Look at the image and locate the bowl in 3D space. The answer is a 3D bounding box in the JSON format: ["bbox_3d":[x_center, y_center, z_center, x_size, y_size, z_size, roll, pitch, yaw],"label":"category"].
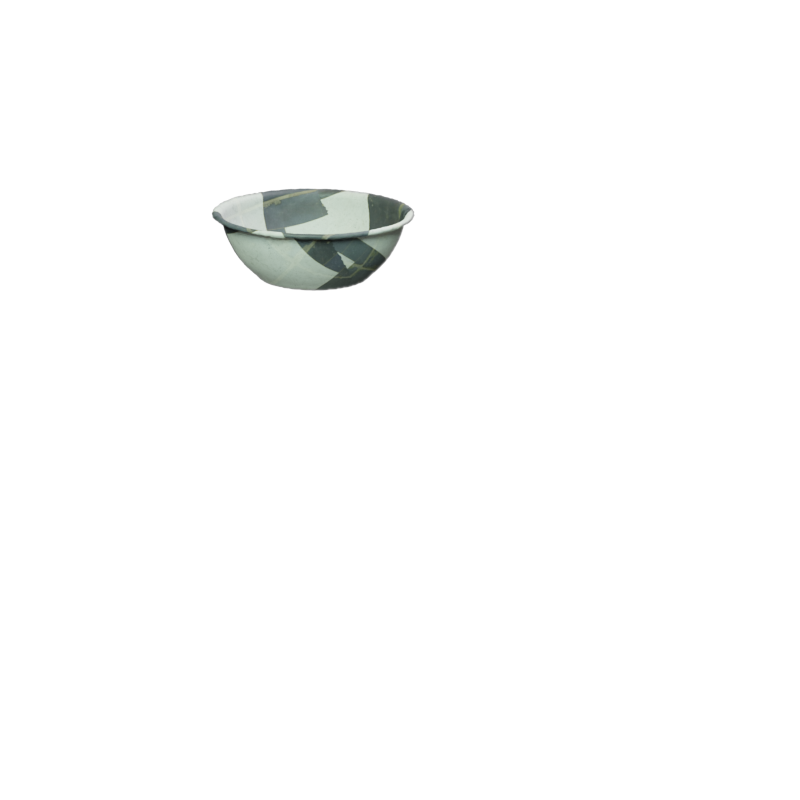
[{"bbox_3d":[-0.070,-0.128,0.895,0.162,0.053,0.170,-1,22,-2],"label":"bowl"}]
